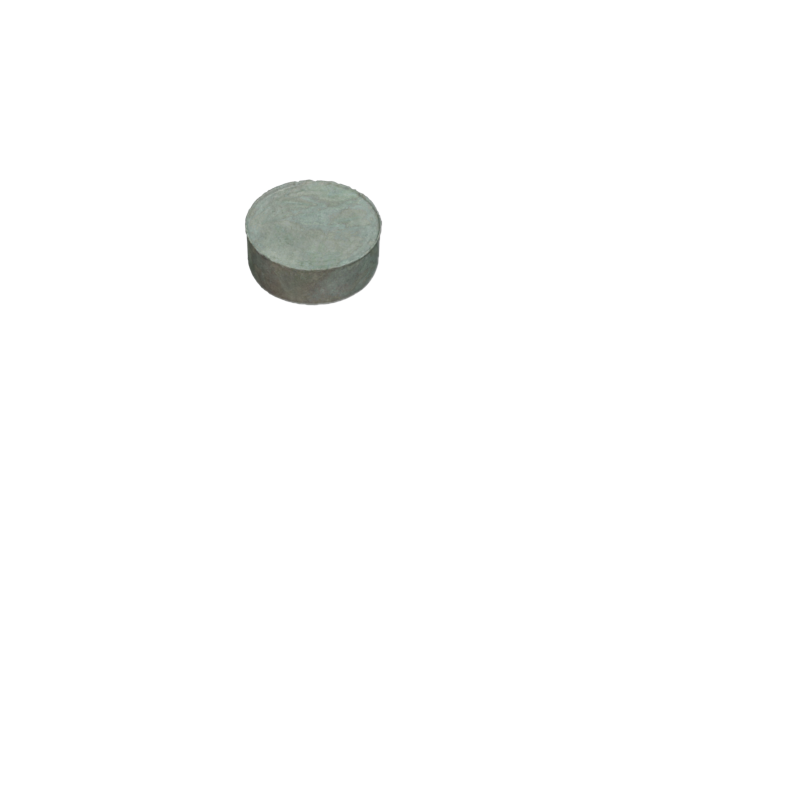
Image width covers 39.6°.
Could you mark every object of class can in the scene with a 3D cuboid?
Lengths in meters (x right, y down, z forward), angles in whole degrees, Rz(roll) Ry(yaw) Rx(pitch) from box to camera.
[{"bbox_3d":[-0.055,-0.101,0.704,0.086,0.092,0.031,-1,-44,-1],"label":"can"}]
